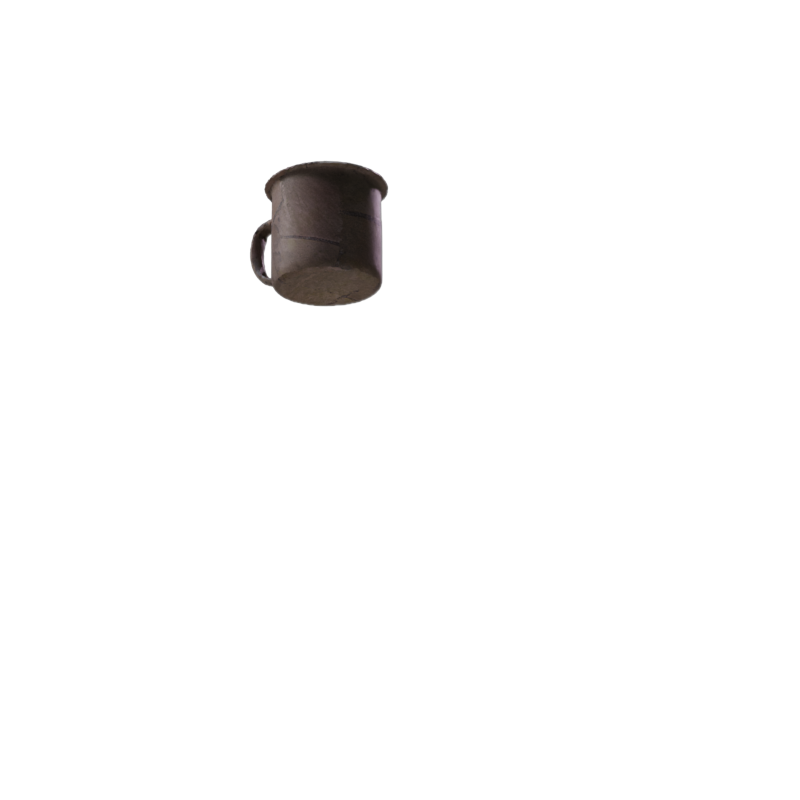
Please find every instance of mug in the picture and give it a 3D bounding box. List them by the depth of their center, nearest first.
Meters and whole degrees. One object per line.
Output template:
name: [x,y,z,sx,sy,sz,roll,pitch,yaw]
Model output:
mug: [-0.065,-0.118,0.825,0.119,0.086,0.087,-12,-22,30]
